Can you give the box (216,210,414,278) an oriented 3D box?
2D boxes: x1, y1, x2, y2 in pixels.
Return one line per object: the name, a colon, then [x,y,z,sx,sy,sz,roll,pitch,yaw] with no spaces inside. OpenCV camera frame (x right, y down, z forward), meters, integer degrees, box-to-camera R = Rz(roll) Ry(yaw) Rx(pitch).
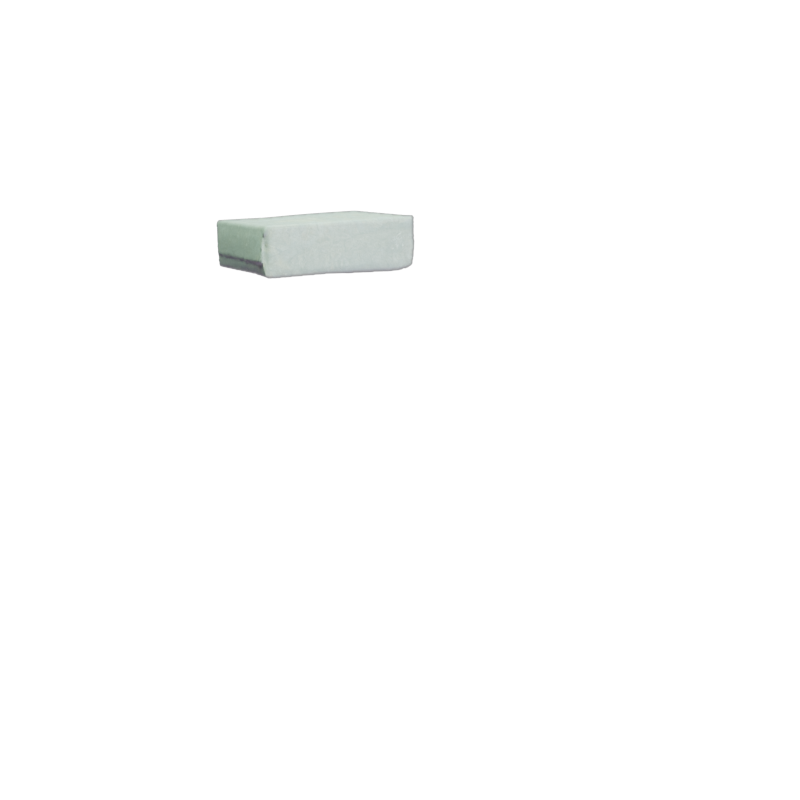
box: [-0.060,-0.109,0.766,0.110,0.038,0.094,-6,13,-26]
